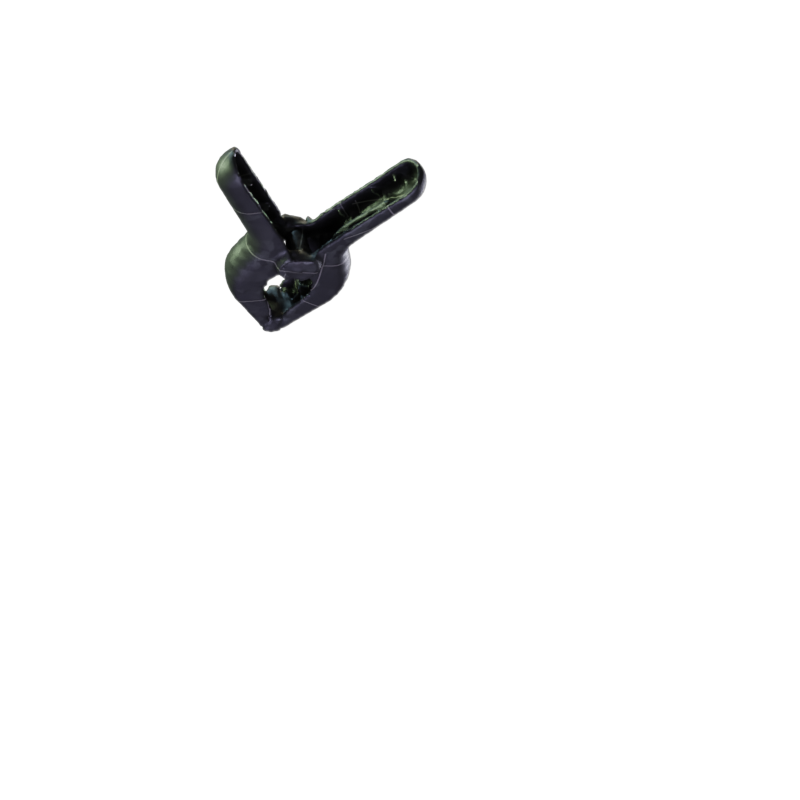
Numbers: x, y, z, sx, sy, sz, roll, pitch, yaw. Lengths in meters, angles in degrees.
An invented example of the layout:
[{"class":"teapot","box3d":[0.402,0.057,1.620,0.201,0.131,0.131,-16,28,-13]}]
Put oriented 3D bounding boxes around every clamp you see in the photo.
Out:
[{"class":"clamp","box3d":[-0.053,-0.096,0.676,0.119,0.042,0.163,3,-26,-7]}]
